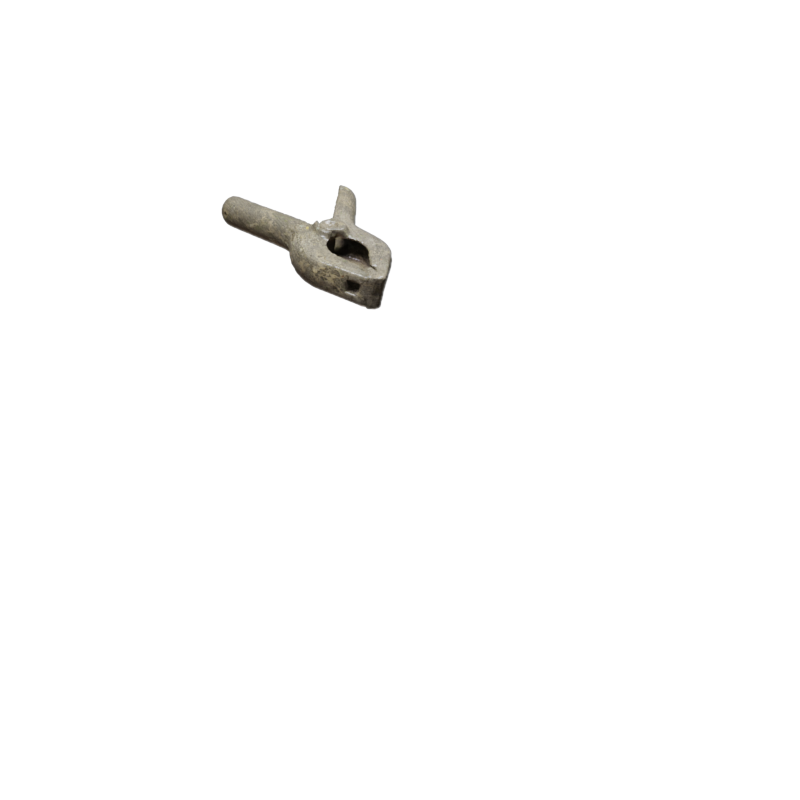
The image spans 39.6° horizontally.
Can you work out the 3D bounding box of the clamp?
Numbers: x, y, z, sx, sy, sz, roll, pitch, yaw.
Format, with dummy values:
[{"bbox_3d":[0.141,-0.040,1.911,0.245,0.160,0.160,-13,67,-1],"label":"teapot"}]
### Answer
[{"bbox_3d":[-0.069,-0.125,0.878,0.118,0.037,0.185,-11,34,-17],"label":"clamp"}]
